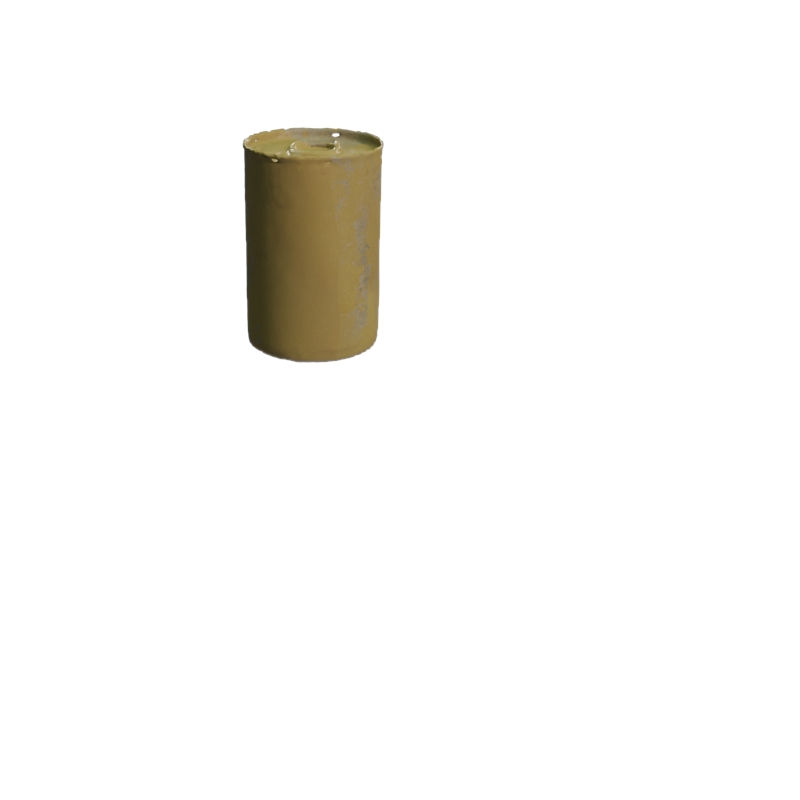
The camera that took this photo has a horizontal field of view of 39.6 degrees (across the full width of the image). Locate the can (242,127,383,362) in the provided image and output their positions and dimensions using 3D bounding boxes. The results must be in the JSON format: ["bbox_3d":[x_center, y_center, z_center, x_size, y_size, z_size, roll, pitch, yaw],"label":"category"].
[{"bbox_3d":[-0.043,-0.078,0.547,0.068,0.098,0.072,0,20,-2],"label":"can"}]
